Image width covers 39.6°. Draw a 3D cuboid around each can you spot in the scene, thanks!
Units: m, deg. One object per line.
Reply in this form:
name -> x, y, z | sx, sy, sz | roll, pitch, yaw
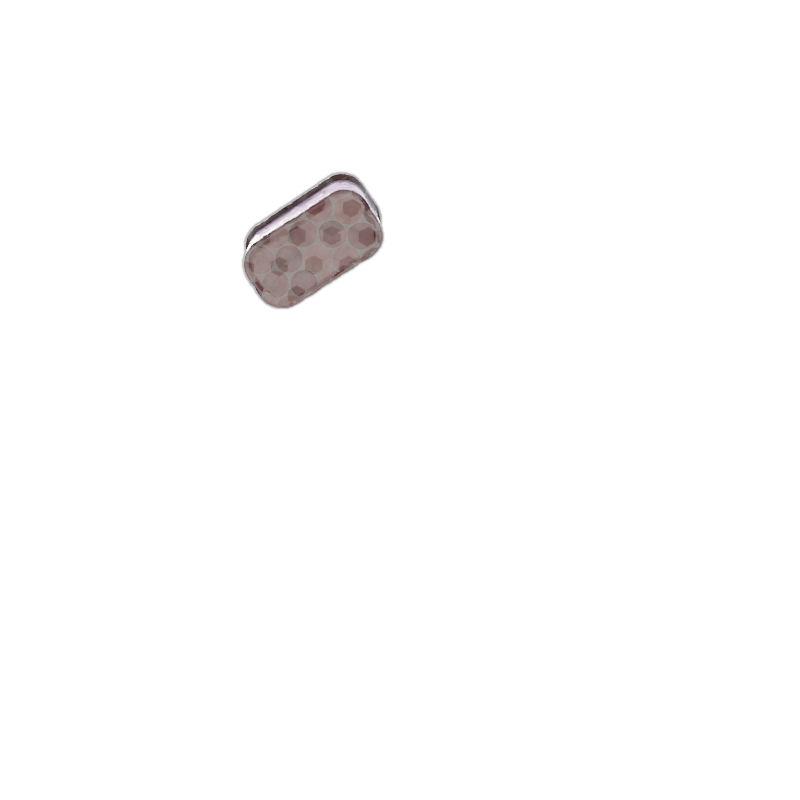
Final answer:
can -> -0.062, -0.112, 0.786 | 0.102, 0.056, 0.086 | -33, 14, 5
